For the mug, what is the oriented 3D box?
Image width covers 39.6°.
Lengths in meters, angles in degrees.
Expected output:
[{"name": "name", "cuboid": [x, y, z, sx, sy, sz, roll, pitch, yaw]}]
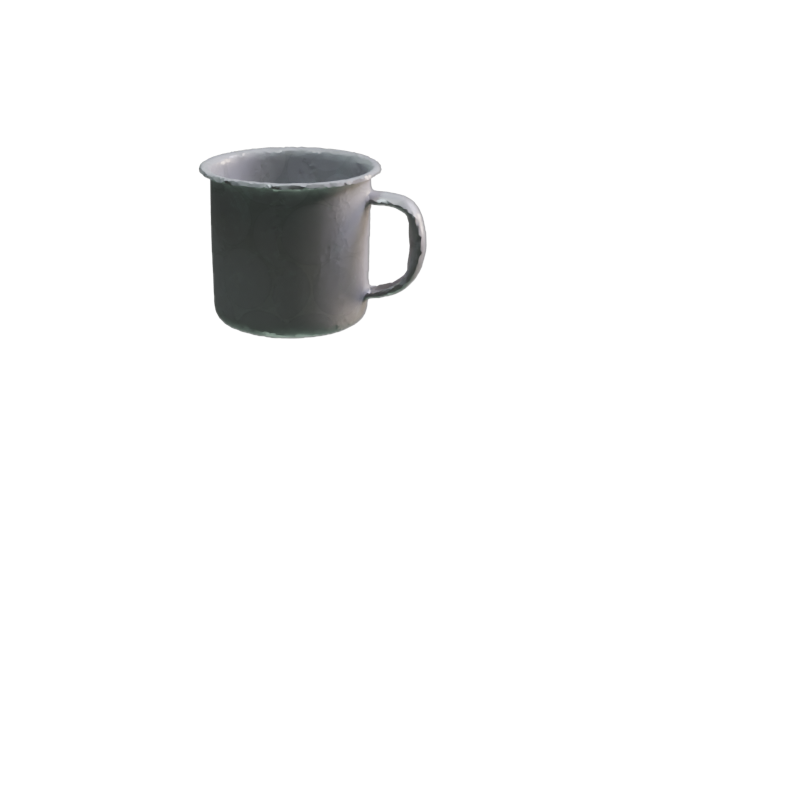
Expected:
[{"name": "mug", "cuboid": [-0.045, -0.082, 0.573, 0.119, 0.078, 0.096, 3, 21, 8]}]
